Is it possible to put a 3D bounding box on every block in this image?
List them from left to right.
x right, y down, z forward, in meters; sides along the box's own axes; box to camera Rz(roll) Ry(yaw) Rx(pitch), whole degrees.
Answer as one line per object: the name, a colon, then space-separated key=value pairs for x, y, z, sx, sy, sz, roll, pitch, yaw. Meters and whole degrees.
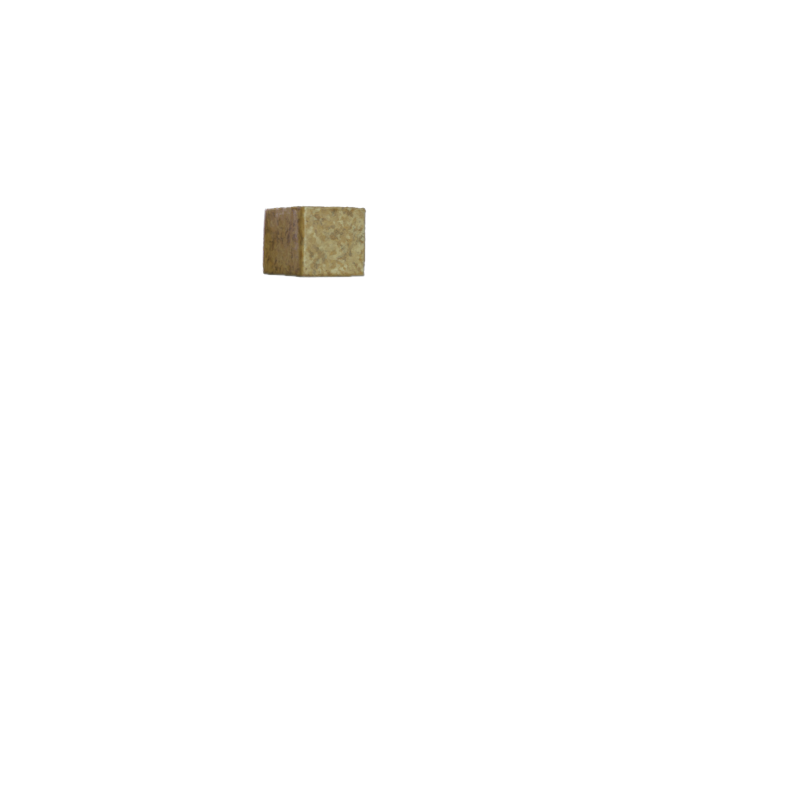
block: x=-0.065 y=-0.119 z=0.831 sx=0.051 sy=0.051 sz=0.081 roll=-2 pitch=6 yaw=-27
